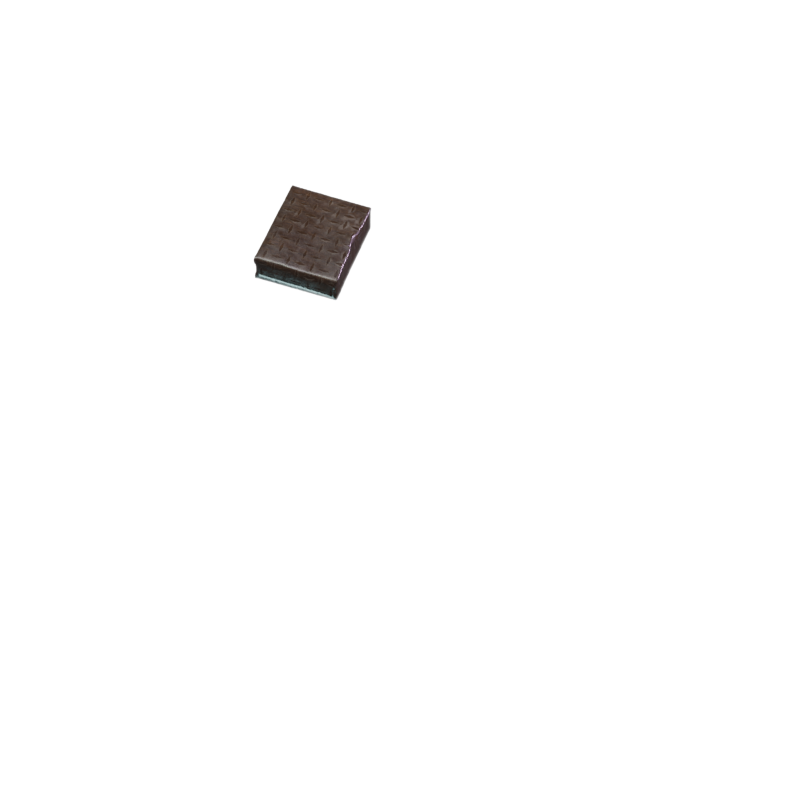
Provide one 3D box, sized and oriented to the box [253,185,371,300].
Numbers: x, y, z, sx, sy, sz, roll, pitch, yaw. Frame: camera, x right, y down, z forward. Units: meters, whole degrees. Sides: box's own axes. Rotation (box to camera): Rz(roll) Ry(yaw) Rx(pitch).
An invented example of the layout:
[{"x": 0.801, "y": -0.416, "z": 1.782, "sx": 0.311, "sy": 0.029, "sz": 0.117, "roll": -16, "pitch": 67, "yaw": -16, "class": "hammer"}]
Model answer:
[{"x": -0.073, "y": -0.132, "z": 0.927, "sx": 0.075, "sy": 0.093, "sz": 0.028, "roll": 16, "pitch": -36, "yaw": 11, "class": "box"}]
